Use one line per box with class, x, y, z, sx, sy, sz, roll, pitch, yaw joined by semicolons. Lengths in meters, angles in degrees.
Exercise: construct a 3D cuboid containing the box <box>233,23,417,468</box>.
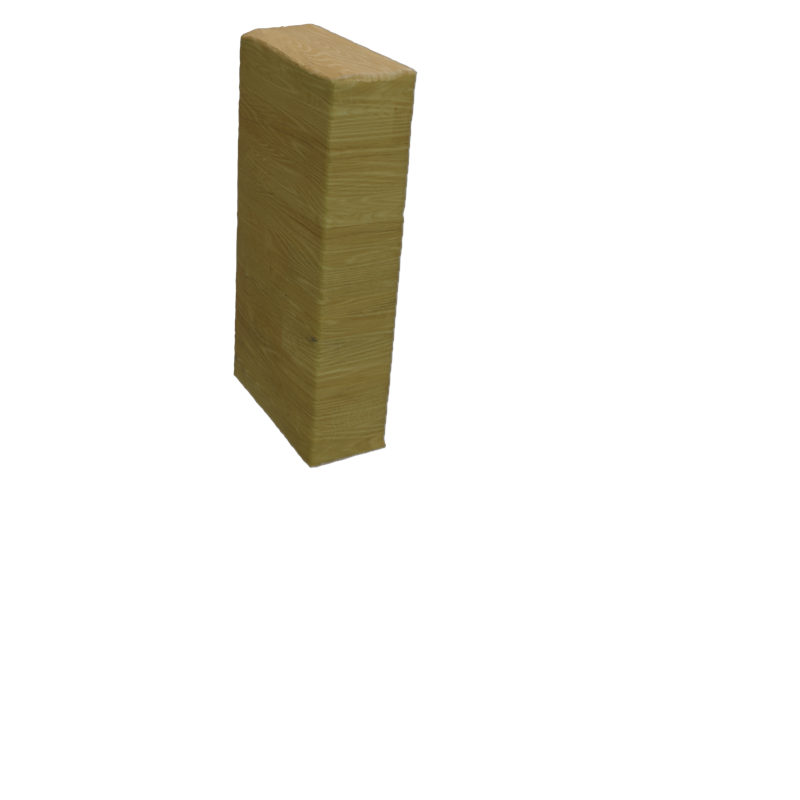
box;-0.039;-0.070;0.493;0.047;0.167;0.100;-12;29;-27
